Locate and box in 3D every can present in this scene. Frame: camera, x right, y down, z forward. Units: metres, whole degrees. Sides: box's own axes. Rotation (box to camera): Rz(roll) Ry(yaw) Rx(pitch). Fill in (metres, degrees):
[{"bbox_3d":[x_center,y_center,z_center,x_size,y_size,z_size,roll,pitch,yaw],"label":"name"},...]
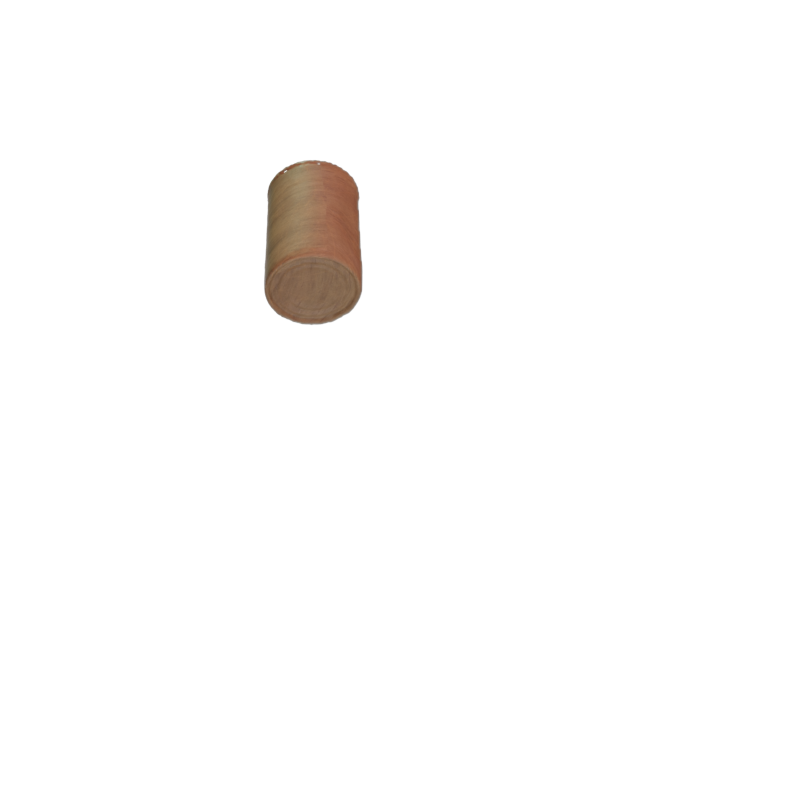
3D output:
[{"bbox_3d":[-0.061,-0.111,0.781,0.068,0.110,0.064,-1,-44,-3],"label":"can"}]
